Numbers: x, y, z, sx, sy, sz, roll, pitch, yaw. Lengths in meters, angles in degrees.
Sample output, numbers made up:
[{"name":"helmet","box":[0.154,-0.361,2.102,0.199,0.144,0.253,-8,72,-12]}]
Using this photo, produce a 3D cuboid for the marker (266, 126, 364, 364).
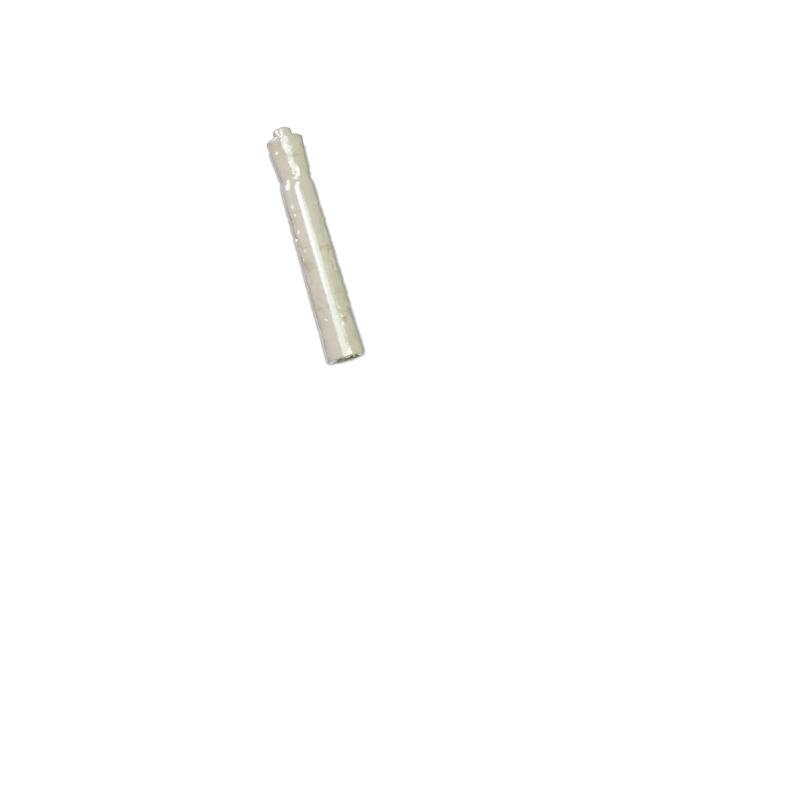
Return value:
[{"name":"marker","box":[-0.043,-0.078,0.547,0.020,0.125,0.019,-15,-13,-5]}]
